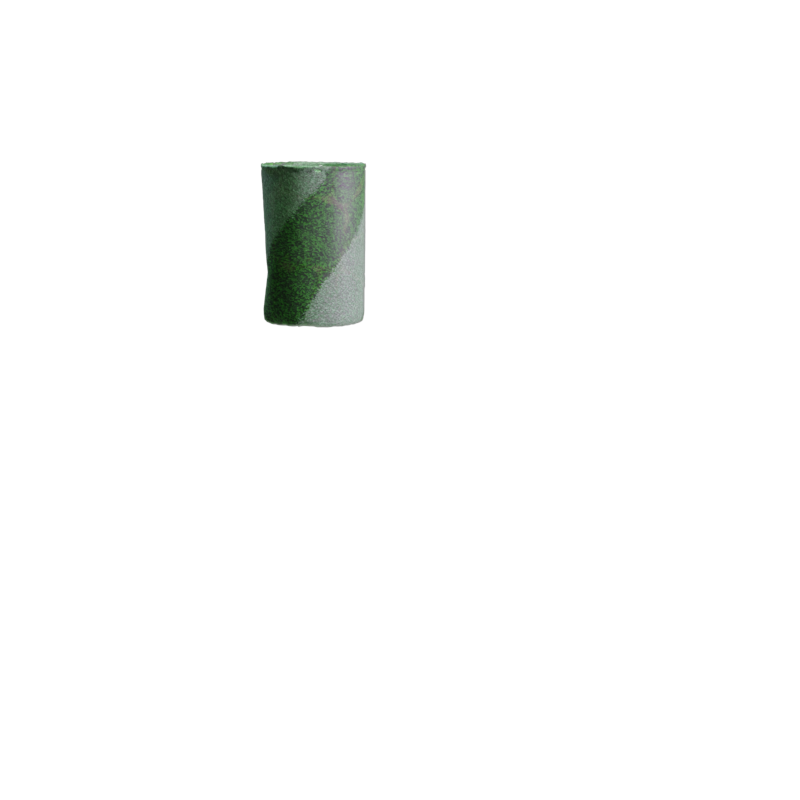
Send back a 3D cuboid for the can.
[{"bbox_3d":[-0.056,-0.103,0.718,0.068,0.101,0.070,0,8,-2],"label":"can"}]
